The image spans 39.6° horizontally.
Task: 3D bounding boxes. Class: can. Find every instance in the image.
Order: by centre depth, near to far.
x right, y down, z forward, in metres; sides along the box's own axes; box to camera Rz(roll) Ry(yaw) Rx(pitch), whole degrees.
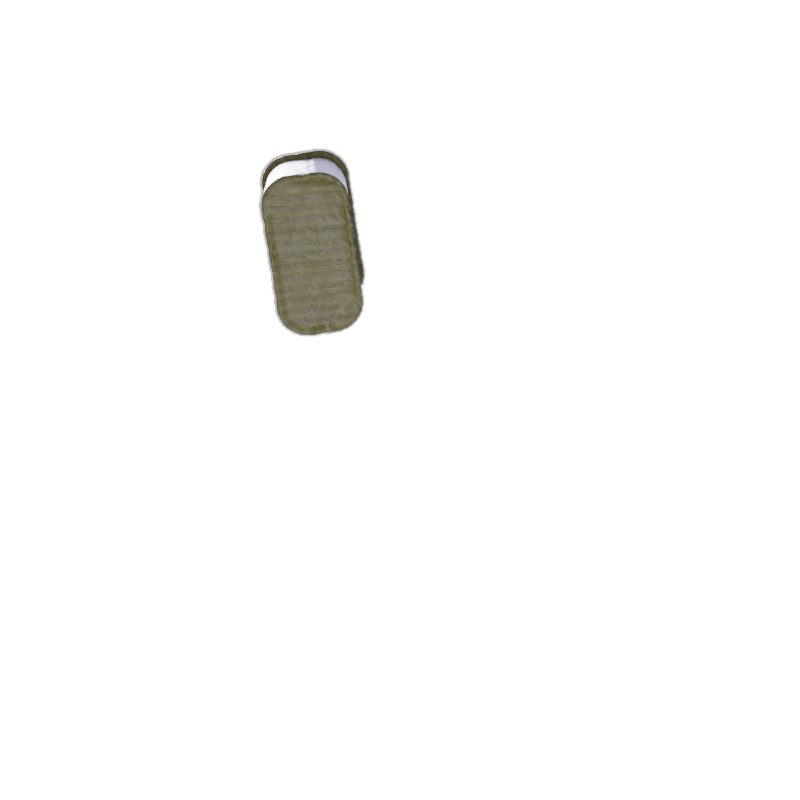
[{"bbox_3d":[-0.054,-0.097,0.683,0.057,0.099,0.087,-9,15,0],"label":"can"}]
